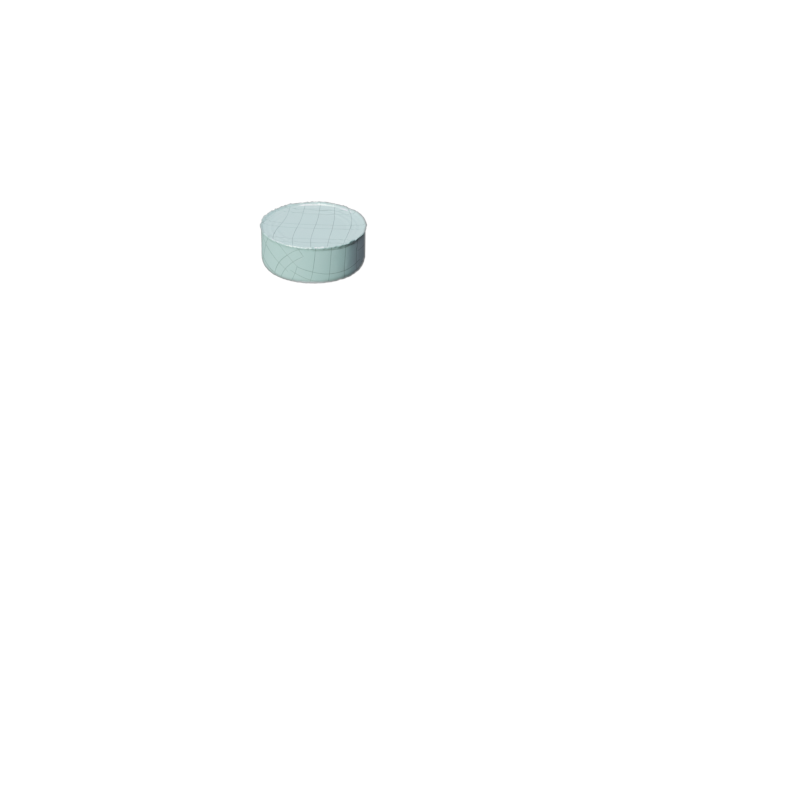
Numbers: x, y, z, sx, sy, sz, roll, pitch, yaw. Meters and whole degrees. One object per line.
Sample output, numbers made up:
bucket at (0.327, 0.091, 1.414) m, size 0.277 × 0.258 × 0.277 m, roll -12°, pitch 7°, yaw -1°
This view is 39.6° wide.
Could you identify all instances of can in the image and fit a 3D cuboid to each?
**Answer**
can at (-0.070, -0.128, 0.896) m, size 0.086 × 0.032 × 0.091 m, roll -1°, pitch 32°, yaw -2°
